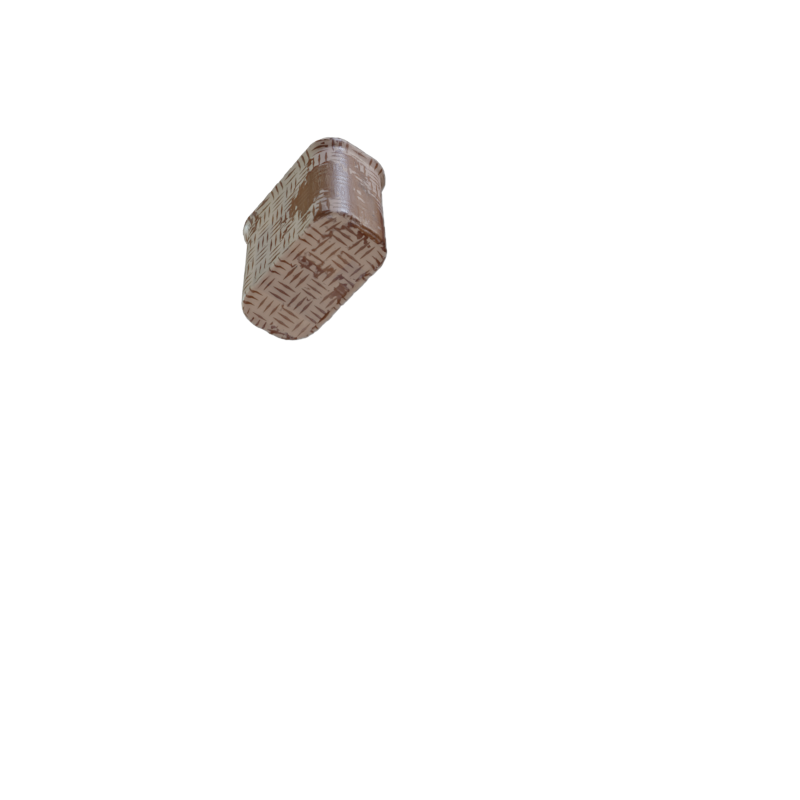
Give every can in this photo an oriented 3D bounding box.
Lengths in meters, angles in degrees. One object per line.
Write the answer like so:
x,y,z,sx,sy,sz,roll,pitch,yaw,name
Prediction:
-0.053,-0.097,0.678,0.055,0.090,0.100,32,-59,-25,can
